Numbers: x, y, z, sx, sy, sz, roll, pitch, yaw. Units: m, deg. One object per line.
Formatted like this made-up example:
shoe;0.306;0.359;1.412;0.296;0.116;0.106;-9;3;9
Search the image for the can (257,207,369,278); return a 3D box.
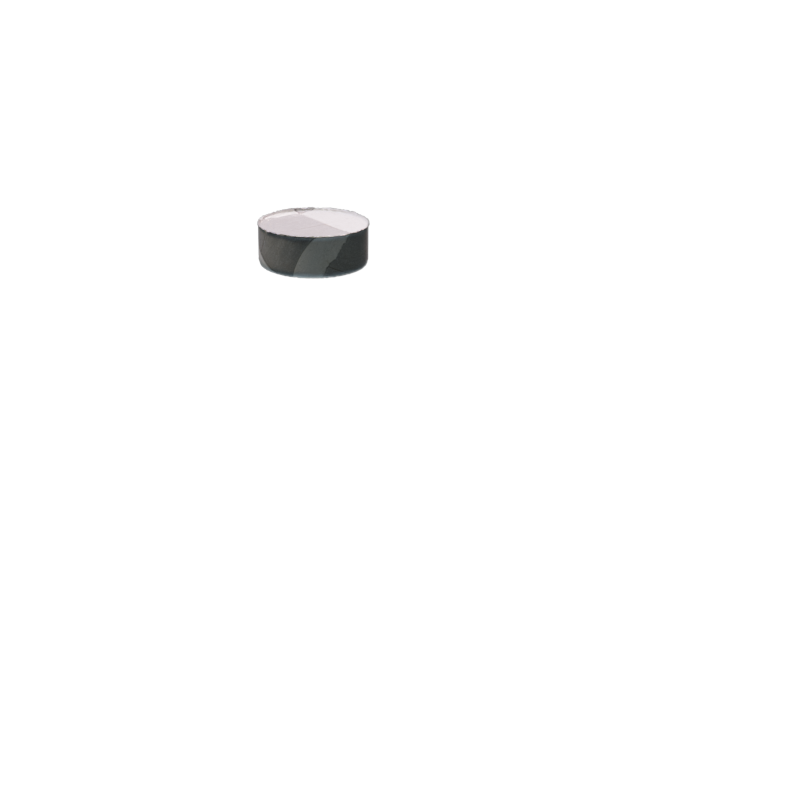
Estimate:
can;-0.067;-0.121;0.850;0.086;0.032;0.090;-1;23;-2
